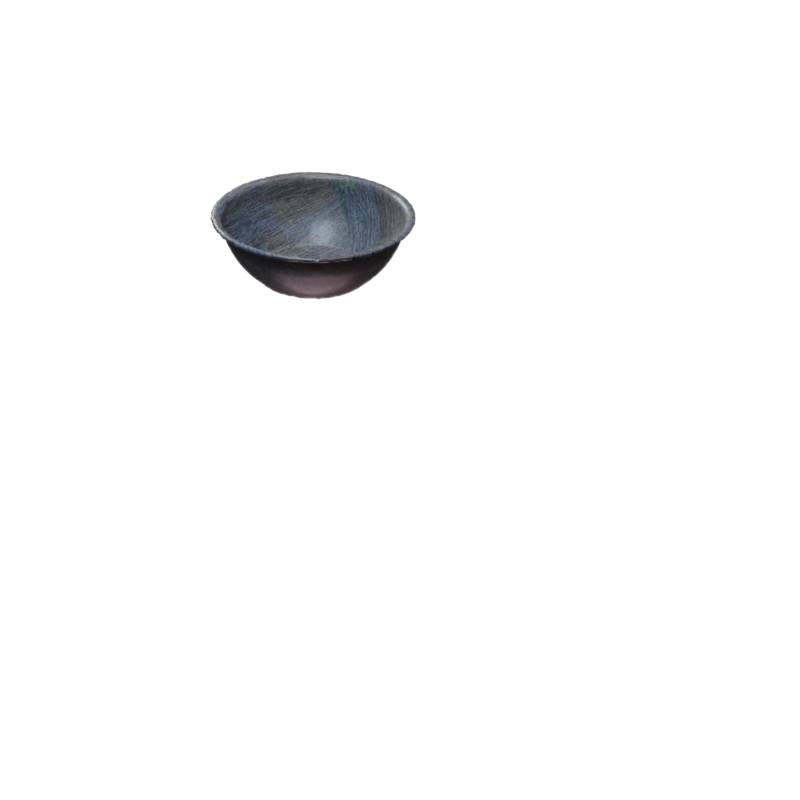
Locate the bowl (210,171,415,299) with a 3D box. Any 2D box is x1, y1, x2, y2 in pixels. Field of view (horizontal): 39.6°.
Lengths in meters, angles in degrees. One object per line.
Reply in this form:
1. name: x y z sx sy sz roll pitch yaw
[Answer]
1. bowl: -0.069 -0.127 0.887 0.162 0.052 0.173 -1 33 -2
